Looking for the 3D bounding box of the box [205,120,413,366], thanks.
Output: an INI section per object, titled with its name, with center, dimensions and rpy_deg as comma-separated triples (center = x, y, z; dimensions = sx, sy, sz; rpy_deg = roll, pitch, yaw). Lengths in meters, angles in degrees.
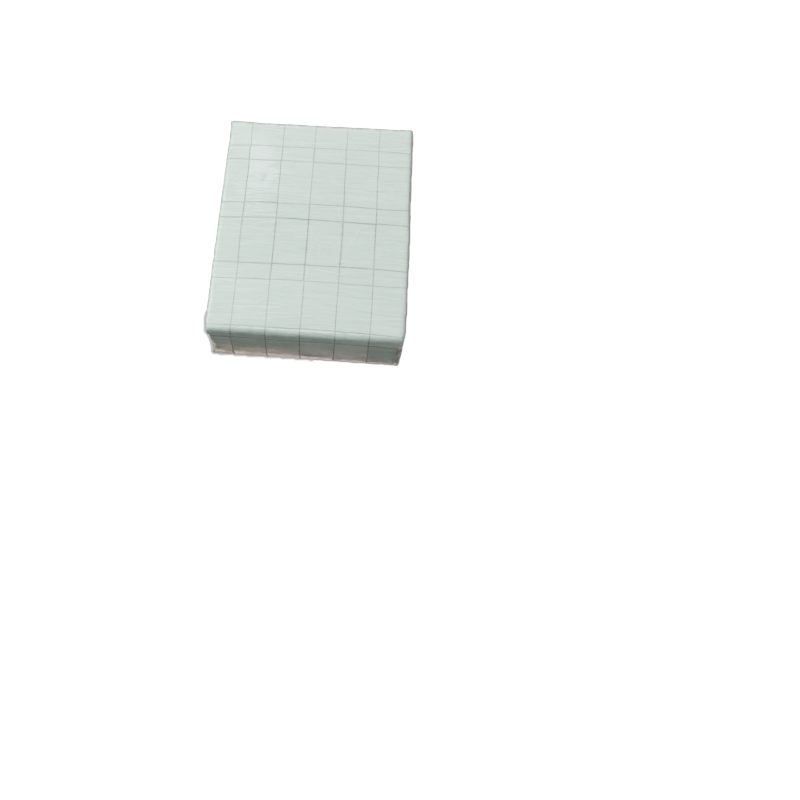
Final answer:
[box]
center = -0.041, -0.075, 0.527
dimensions = 0.090, 0.120, 0.037
rpy_deg = 3, -26, 1
